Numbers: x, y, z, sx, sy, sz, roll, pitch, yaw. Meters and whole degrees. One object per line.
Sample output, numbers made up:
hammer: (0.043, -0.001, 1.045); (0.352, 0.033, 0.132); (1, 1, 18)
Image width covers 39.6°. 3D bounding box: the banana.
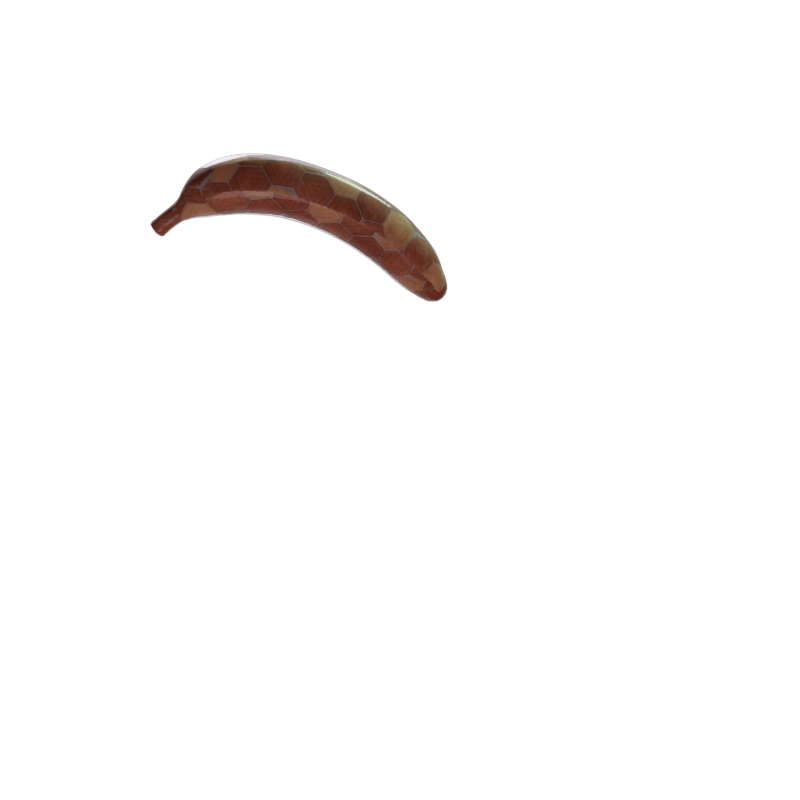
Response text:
banana: (-0.052, -0.114, 0.698); (0.193, 0.066, 0.039); (14, 41, -13)
